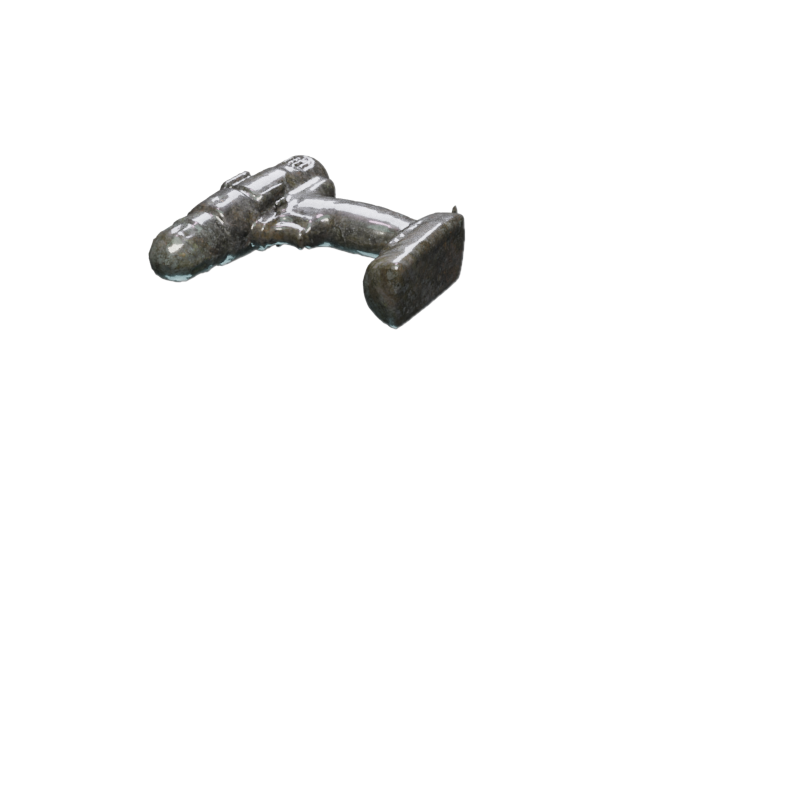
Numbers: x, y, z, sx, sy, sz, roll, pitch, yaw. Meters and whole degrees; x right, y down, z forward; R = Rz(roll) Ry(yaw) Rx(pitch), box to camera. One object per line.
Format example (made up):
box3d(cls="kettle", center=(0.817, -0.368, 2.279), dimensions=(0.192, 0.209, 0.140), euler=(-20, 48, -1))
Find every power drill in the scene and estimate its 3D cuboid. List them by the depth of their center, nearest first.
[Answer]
box3d(cls="power drill", center=(-0.063, -0.115, 0.803), dimensions=(0.198, 0.054, 0.187), euler=(22, 41, 27))
